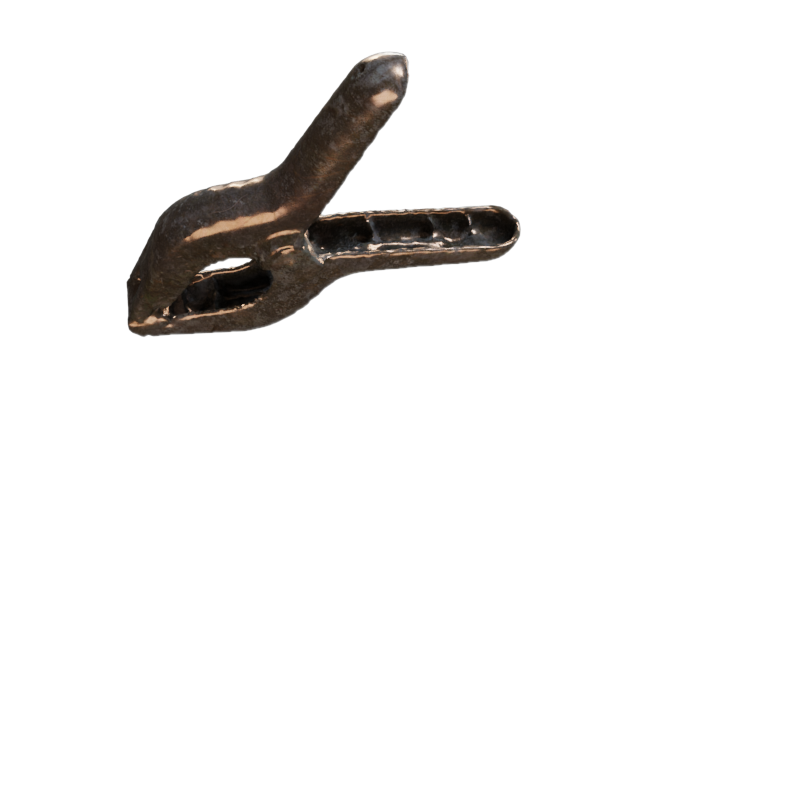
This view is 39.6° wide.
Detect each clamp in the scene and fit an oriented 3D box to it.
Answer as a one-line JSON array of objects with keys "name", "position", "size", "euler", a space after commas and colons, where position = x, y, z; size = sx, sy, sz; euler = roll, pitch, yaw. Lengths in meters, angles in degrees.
[{"name": "clamp", "position": [-0.037, -0.067, 0.470], "size": [0.171, 0.042, 0.112], "euler": [-26, -47, 27]}]
